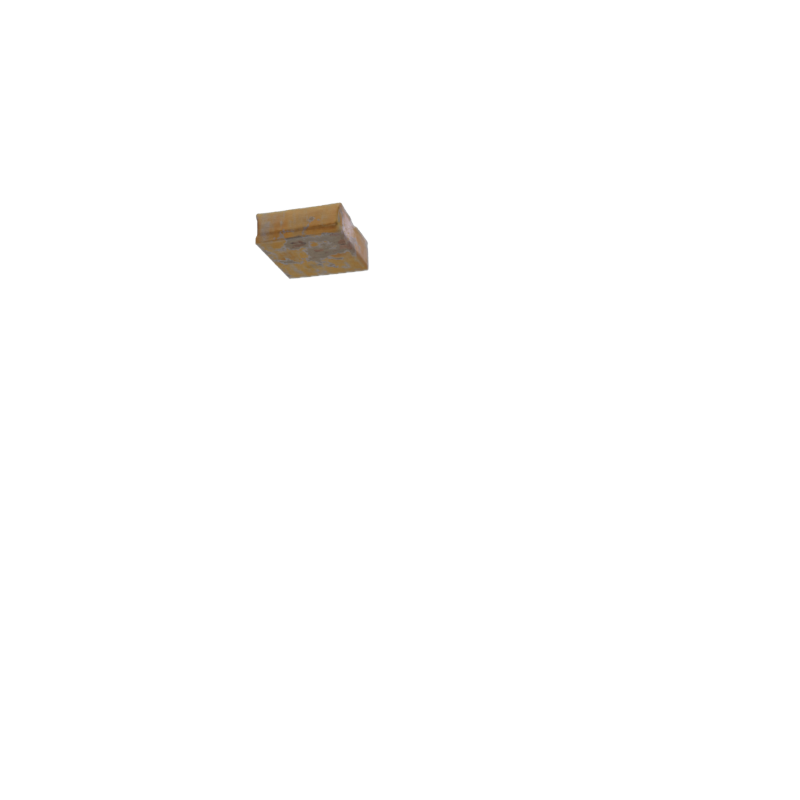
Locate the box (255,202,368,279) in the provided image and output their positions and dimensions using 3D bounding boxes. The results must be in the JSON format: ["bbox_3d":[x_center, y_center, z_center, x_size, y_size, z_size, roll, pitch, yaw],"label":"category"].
[{"bbox_3d":[-0.073,-0.132,0.927,0.074,0.032,0.084,-5,-18,15],"label":"box"}]
